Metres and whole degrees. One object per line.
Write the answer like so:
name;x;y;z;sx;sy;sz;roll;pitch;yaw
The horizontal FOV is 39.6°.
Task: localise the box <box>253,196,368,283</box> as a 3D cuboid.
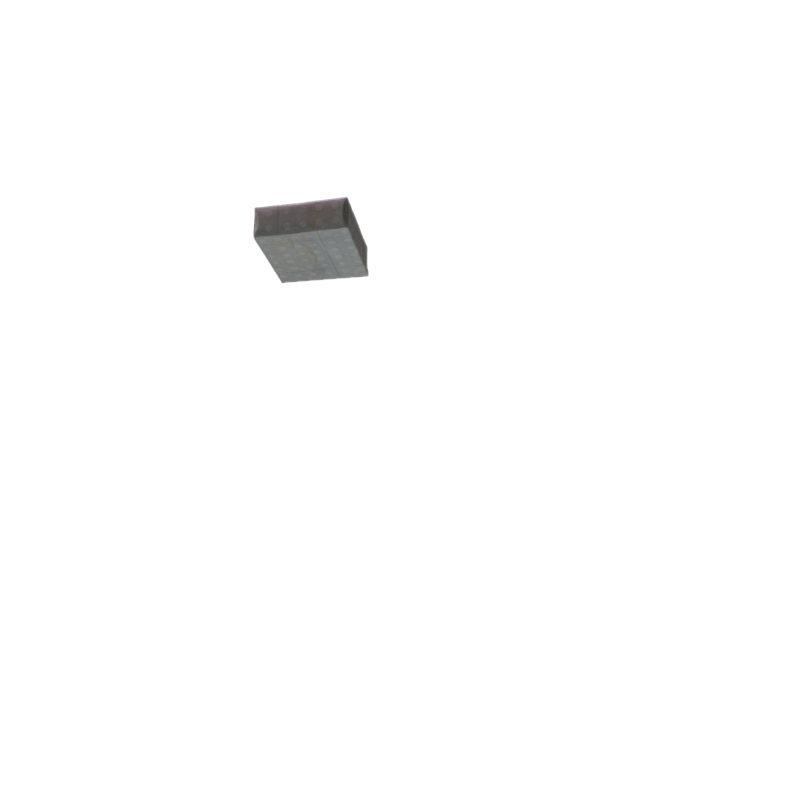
box;-0.068;-0.123;0.864;0.074;0.032;0.084;-4;-21;10
